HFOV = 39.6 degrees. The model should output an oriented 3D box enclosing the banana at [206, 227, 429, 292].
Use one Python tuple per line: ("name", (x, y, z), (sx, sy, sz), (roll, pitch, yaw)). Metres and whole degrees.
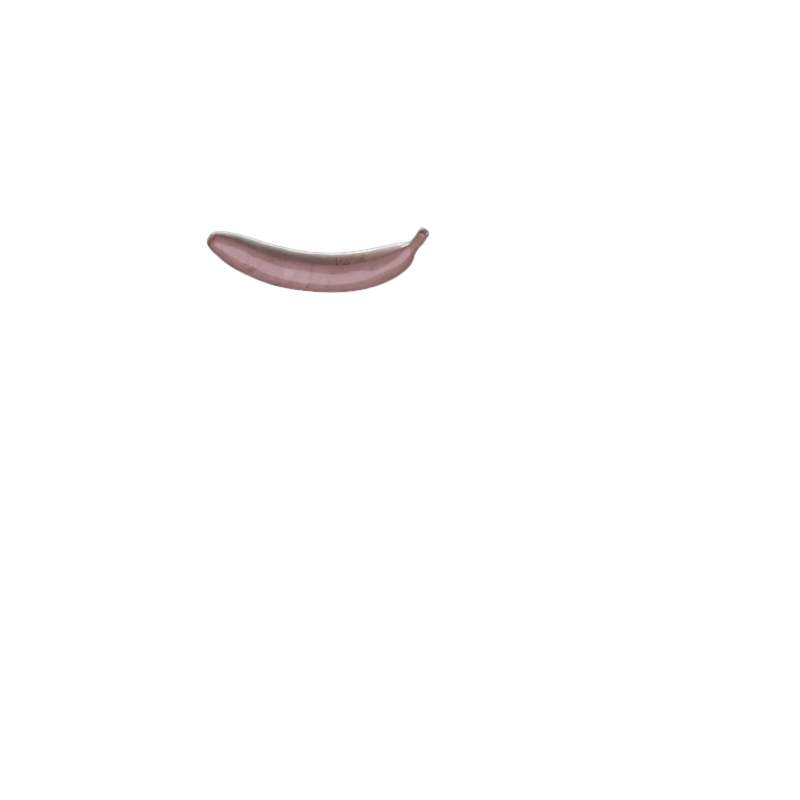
("banana", (-0.074, -0.128, 1.005), (0.198, 0.065, 0.039), (-2, 33, 1))
